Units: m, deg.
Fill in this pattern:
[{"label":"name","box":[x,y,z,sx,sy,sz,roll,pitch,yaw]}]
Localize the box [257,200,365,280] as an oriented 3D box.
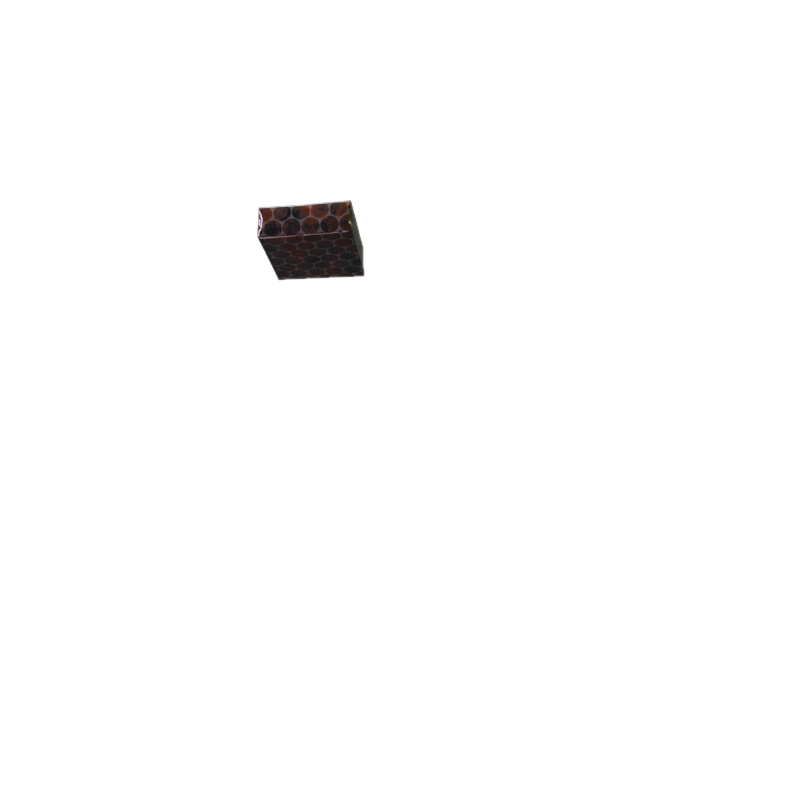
[{"label":"box","box":[-0.069,-0.126,0.881,0.074,0.032,0.084,-3,-19,7]}]
